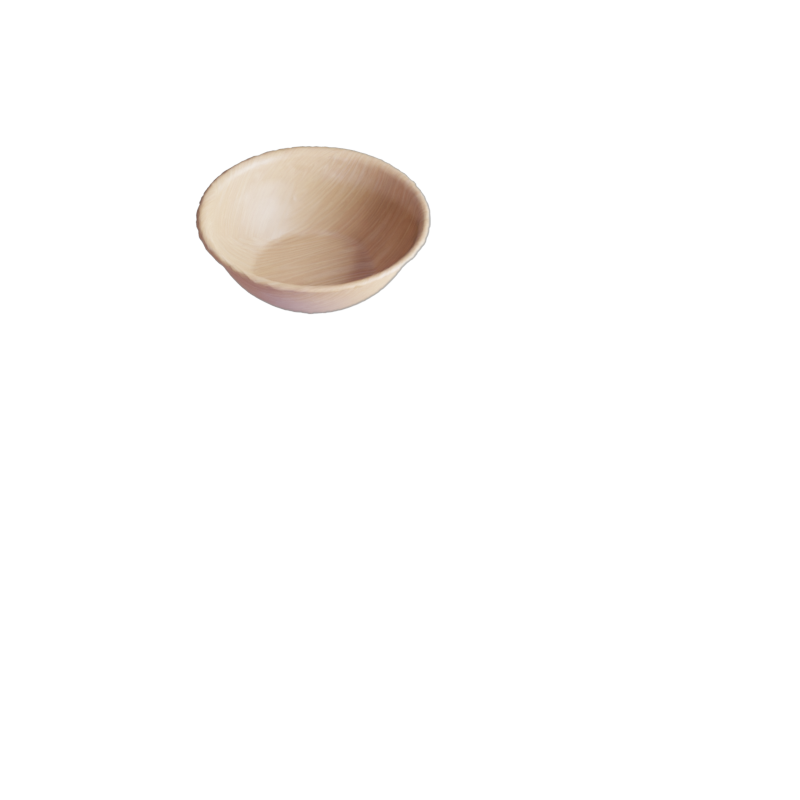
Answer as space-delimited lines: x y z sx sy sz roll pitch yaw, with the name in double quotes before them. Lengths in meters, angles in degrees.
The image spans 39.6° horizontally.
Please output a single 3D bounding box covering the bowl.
"bowl" -0.061 -0.111 0.778 0.162 0.051 0.174 -1 44 -1
